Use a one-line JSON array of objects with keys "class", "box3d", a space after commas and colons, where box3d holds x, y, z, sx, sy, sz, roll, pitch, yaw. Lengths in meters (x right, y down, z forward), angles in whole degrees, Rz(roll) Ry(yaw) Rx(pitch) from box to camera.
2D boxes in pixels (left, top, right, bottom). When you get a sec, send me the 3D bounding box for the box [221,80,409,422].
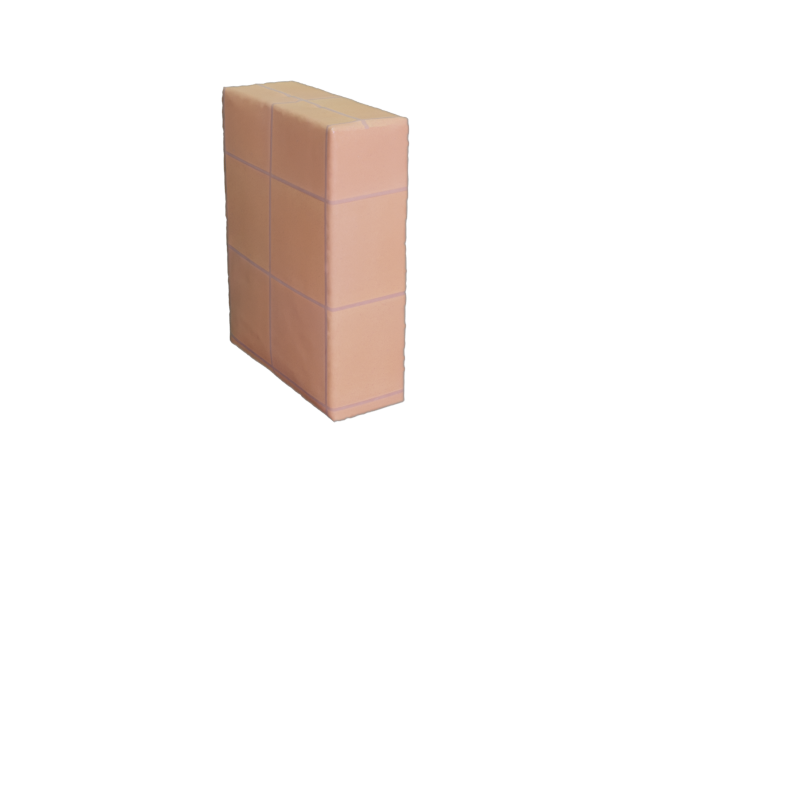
[{"class": "box", "box3d": [-0.064, -0.117, 0.821, 0.070, 0.204, 0.175, -11, 25, -31]}]
